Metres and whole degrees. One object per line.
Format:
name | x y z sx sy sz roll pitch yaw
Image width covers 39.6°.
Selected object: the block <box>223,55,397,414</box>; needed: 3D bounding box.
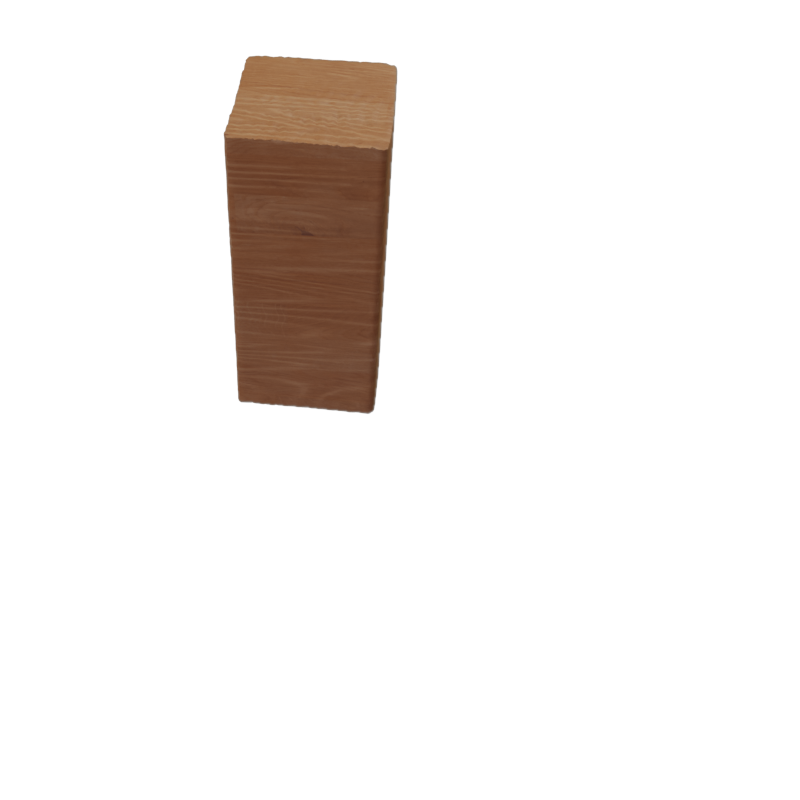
block | -0.053 -0.098 0.681 0.091 0.192 0.096 5 43 1
